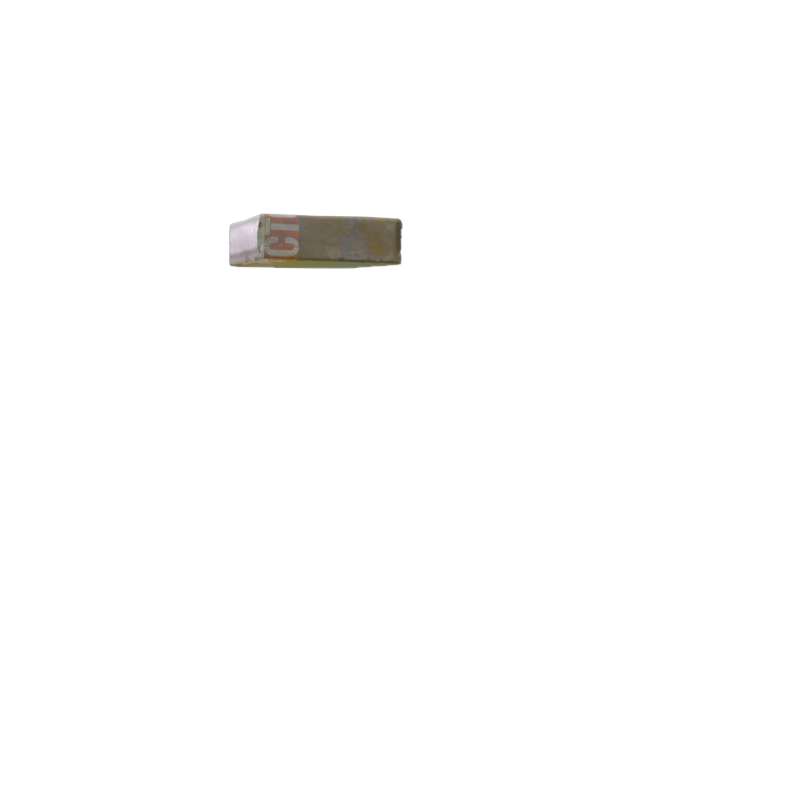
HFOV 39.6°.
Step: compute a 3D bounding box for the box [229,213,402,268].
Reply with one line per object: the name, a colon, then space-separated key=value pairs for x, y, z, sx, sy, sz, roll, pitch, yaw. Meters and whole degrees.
box: x=-0.052 y=-0.096 z=0.672 sx=0.087 sy=0.030 sz=0.075 roll=-1 pitch=4 yaw=-20
